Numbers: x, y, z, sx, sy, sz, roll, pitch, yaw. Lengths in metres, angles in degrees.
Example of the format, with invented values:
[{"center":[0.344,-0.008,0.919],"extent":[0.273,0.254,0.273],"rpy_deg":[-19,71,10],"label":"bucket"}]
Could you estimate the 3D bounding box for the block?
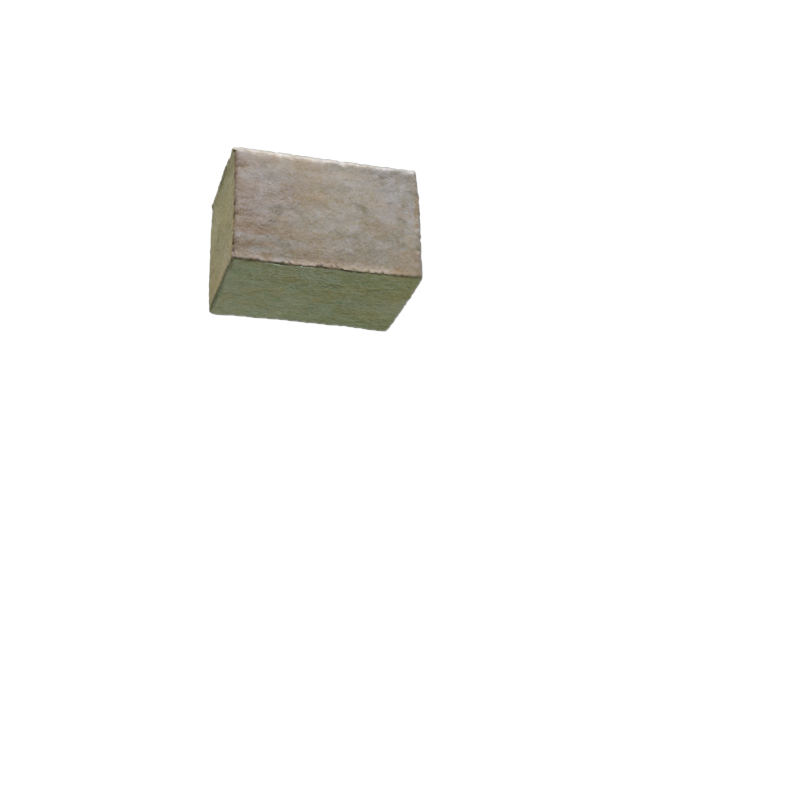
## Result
[{"center":[-0.035,-0.064,0.451],"extent":[0.076,0.054,0.051],"rpy_deg":[6,-25,-15],"label":"block"}]
